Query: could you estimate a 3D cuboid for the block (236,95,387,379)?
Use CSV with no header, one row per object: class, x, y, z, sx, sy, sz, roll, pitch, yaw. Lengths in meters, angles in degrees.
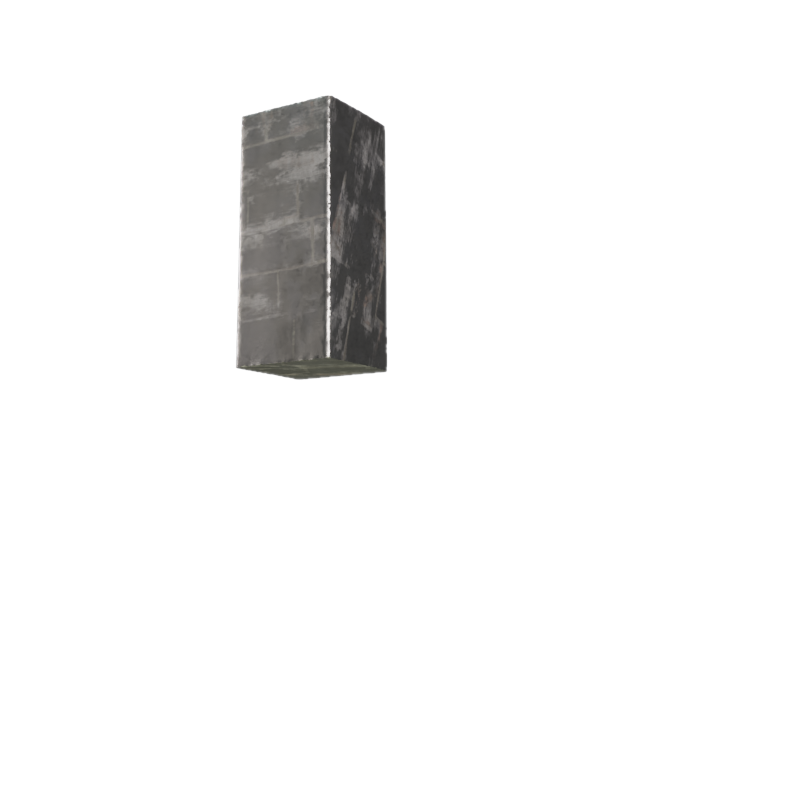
block,-0.069,-0.127,0.891,0.093,0.213,0.085,-9,-15,31
